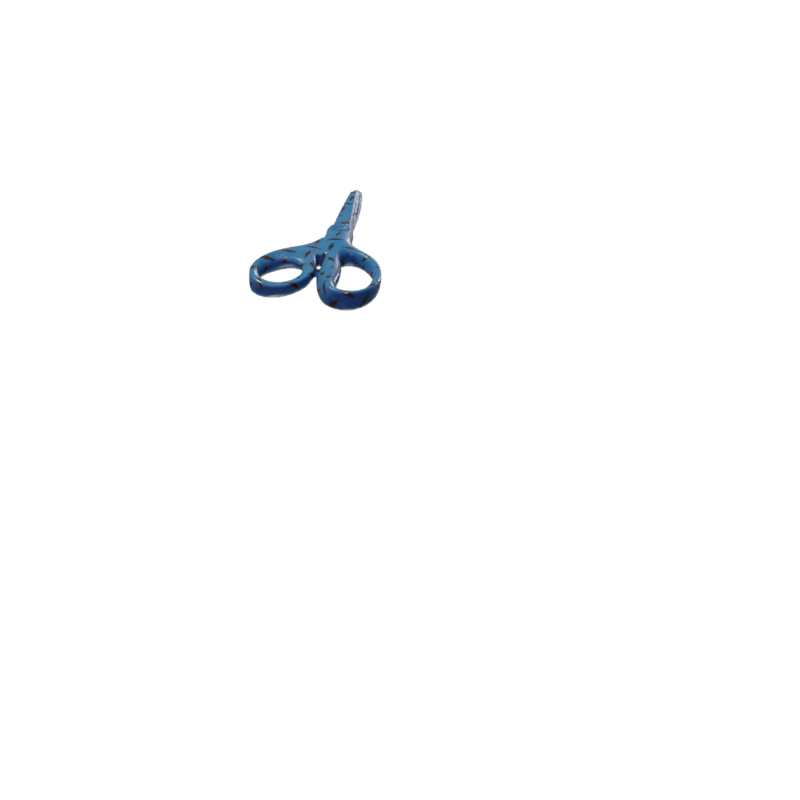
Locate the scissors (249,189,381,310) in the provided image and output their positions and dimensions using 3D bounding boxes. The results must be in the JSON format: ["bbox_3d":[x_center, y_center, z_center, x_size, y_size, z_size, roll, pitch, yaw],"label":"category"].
[{"bbox_3d":[-0.062,-0.112,0.788,0.095,0.015,0.215,-4,29,-7],"label":"scissors"}]
